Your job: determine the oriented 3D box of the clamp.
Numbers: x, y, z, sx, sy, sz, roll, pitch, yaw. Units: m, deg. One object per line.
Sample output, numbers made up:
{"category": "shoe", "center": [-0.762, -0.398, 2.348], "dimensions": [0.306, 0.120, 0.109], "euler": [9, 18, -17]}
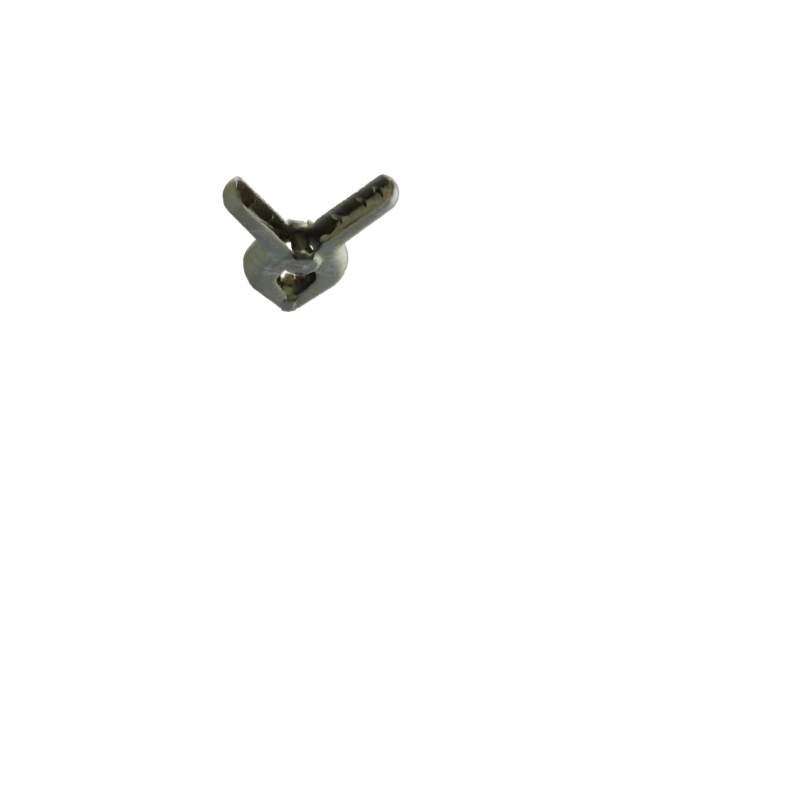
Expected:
{"category": "clamp", "center": [-0.064, -0.116, 0.812], "dimensions": [0.120, 0.041, 0.163], "euler": [0, -21, -2]}
